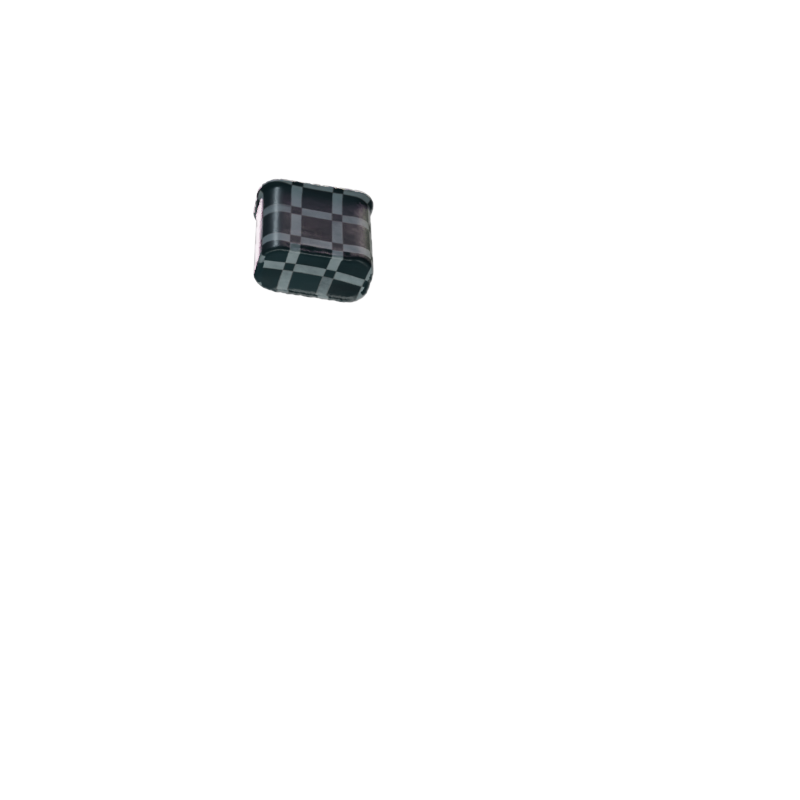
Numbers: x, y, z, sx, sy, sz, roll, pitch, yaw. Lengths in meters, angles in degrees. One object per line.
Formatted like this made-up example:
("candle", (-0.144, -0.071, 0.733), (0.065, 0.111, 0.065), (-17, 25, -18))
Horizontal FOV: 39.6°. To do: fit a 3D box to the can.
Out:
("can", (-0.073, -0.133, 0.932), (0.100, 0.090, 0.054), (7, -43, -10))
